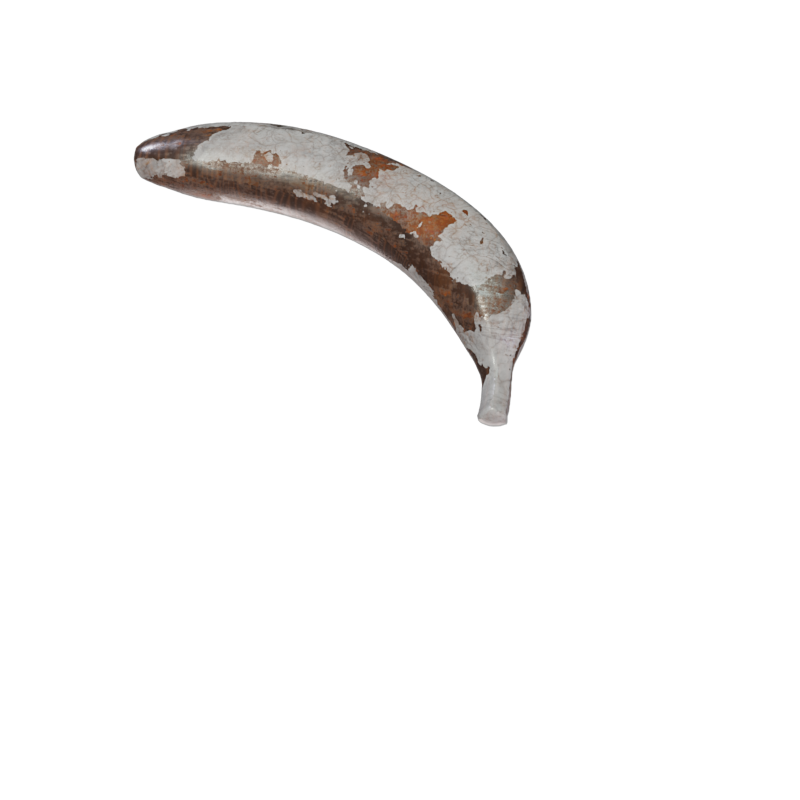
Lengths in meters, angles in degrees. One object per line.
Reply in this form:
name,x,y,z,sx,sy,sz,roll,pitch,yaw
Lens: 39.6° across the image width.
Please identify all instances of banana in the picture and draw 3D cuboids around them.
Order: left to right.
banana,-0.020,-0.072,0.448,0.209,0.034,0.070,35,59,25
